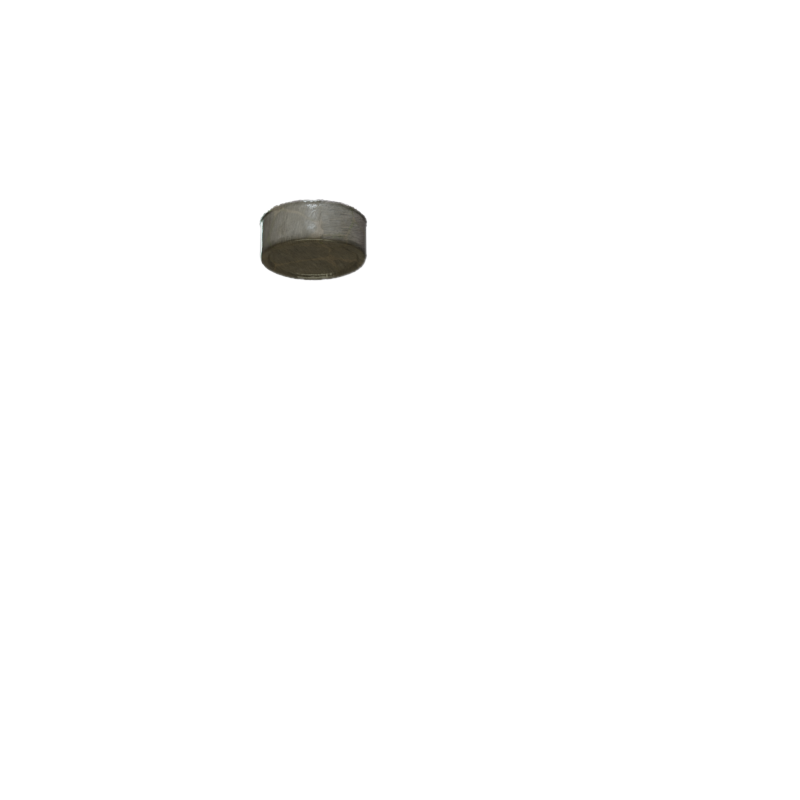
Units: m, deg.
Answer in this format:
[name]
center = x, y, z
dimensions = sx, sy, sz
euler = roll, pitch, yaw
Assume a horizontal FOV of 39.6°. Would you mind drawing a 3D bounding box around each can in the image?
[can]
center = -0.069, -0.126, 0.879
dimensions = 0.086, 0.035, 0.082
euler = 0, -18, -2
